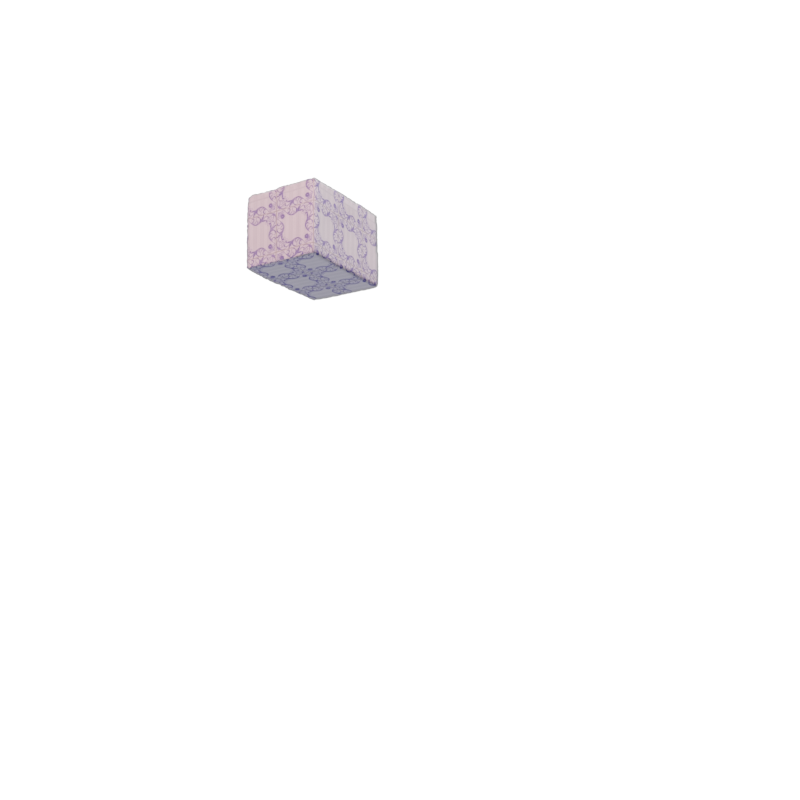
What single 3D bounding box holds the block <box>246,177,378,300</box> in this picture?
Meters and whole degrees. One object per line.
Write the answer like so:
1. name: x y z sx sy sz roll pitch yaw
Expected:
1. block: -0.056 -0.102 0.713 0.054 0.054 0.073 -11 -19 30
